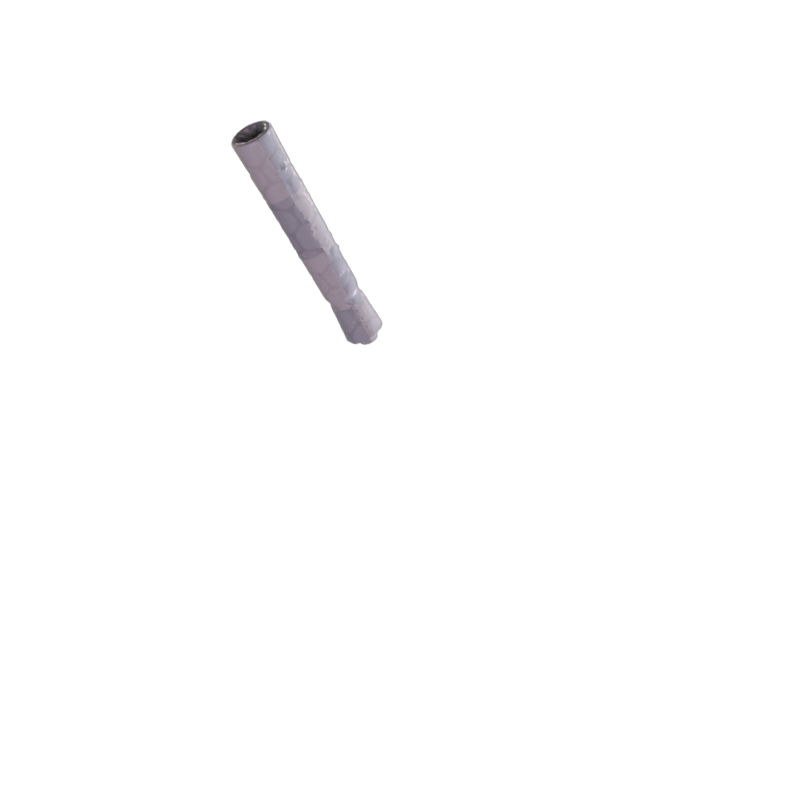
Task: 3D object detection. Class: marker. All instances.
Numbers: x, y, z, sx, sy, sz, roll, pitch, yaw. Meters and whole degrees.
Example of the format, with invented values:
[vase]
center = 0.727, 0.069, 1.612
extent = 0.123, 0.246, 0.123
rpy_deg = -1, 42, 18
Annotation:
[marker]
center = -0.039, -0.070, 0.492
extent = 0.020, 0.113, 0.021
rpy_deg = -22, 33, 14
